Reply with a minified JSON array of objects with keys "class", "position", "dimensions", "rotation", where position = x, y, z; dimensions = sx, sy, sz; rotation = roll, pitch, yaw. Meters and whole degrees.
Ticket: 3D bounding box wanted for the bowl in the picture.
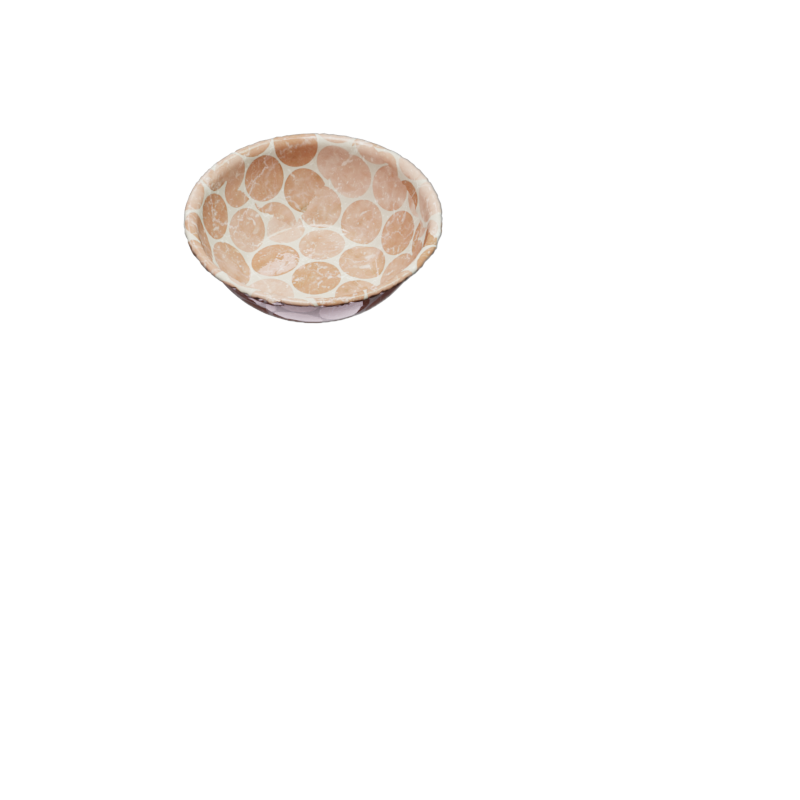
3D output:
[{"class":"bowl","position":[-0.055,-0.101,0.708],"dimensions":[0.162,0.174,0.051],"rotation":[-1,-43,-1]}]
